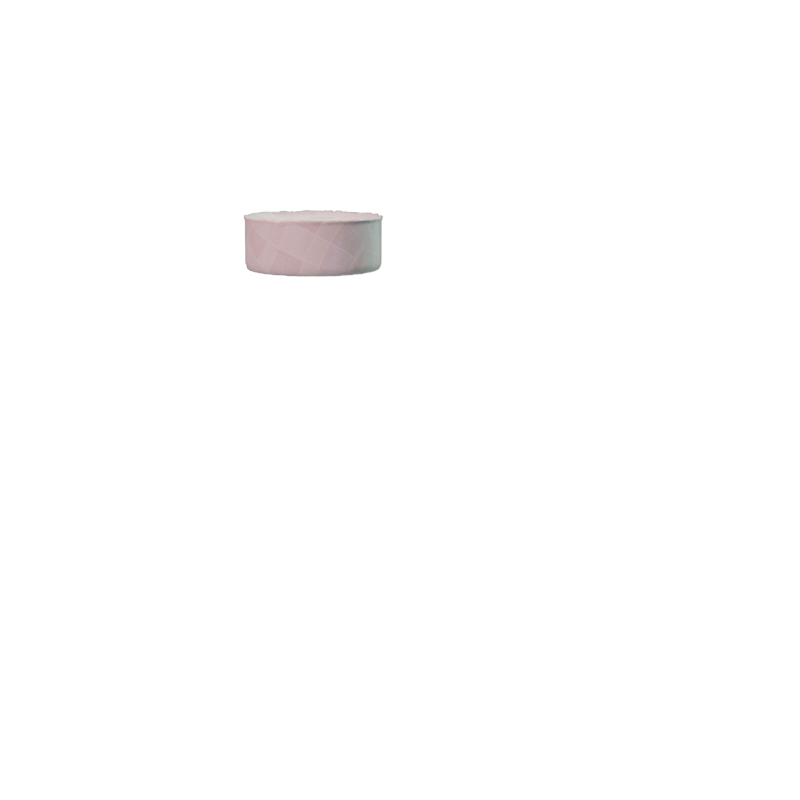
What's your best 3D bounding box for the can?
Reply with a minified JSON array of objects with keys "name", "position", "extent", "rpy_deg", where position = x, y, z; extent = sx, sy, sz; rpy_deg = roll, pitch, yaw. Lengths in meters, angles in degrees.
[{"name":"can","position":[-0.054,-0.098,0.684],"extent":[0.086,0.033,0.088],"rpy_deg":[0,12,-2]}]
